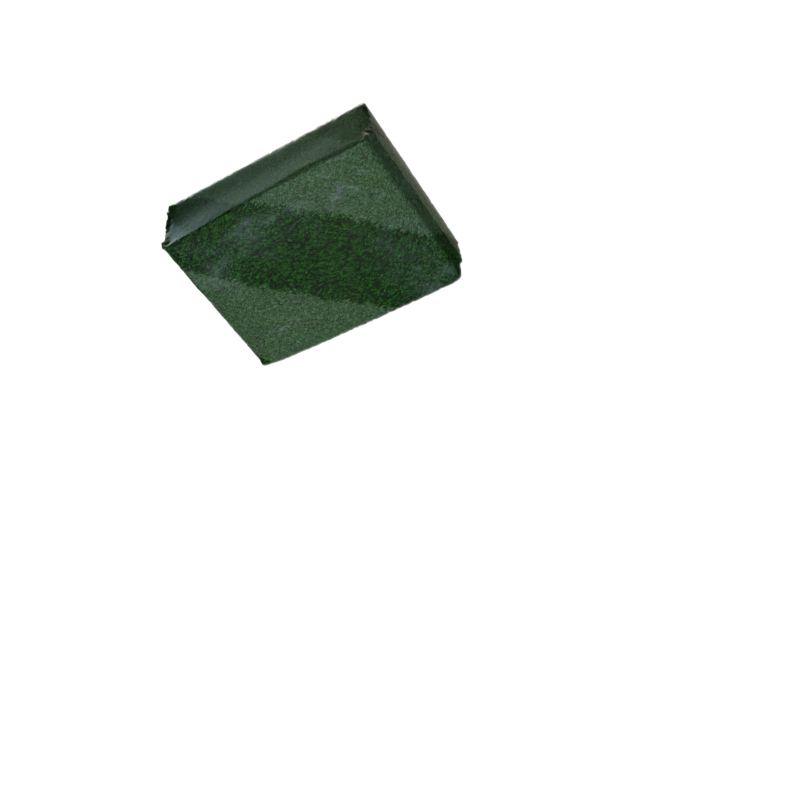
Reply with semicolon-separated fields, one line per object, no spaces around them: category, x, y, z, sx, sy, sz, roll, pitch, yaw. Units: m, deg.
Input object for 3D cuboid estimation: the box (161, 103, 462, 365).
box;-0.041;-0.074;0.521;0.114;0.084;0.042;-25;34;17
